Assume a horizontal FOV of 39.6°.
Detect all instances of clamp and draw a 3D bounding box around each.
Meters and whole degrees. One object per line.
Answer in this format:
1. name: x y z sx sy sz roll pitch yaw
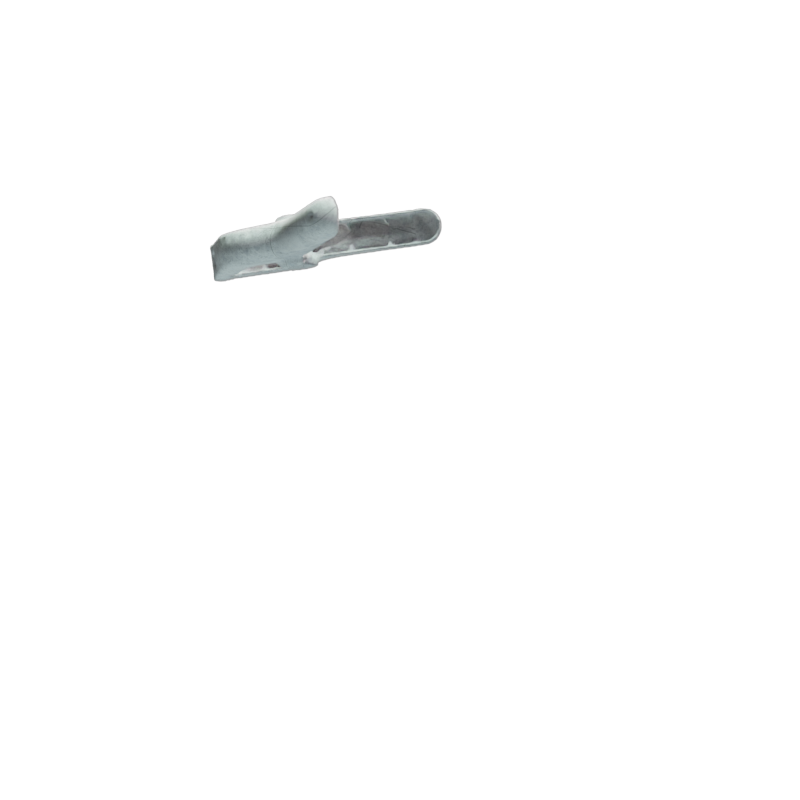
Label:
1. clamp: -0.060 -0.109 0.764 0.115 0.040 0.176 4 -5 -41
